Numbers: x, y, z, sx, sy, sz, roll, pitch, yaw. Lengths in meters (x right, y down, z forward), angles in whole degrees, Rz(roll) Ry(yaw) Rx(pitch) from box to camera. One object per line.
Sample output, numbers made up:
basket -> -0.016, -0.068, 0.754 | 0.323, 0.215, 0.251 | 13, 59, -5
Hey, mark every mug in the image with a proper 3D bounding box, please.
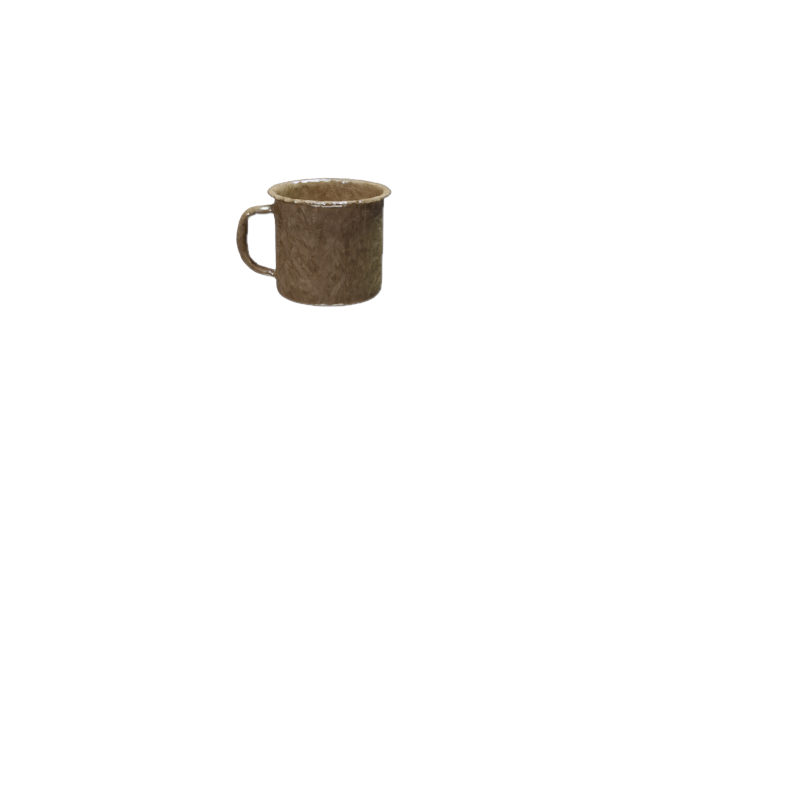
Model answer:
mug -> -0.066, -0.120, 0.841 | 0.117, 0.078, 0.097 | 0, 19, -2
